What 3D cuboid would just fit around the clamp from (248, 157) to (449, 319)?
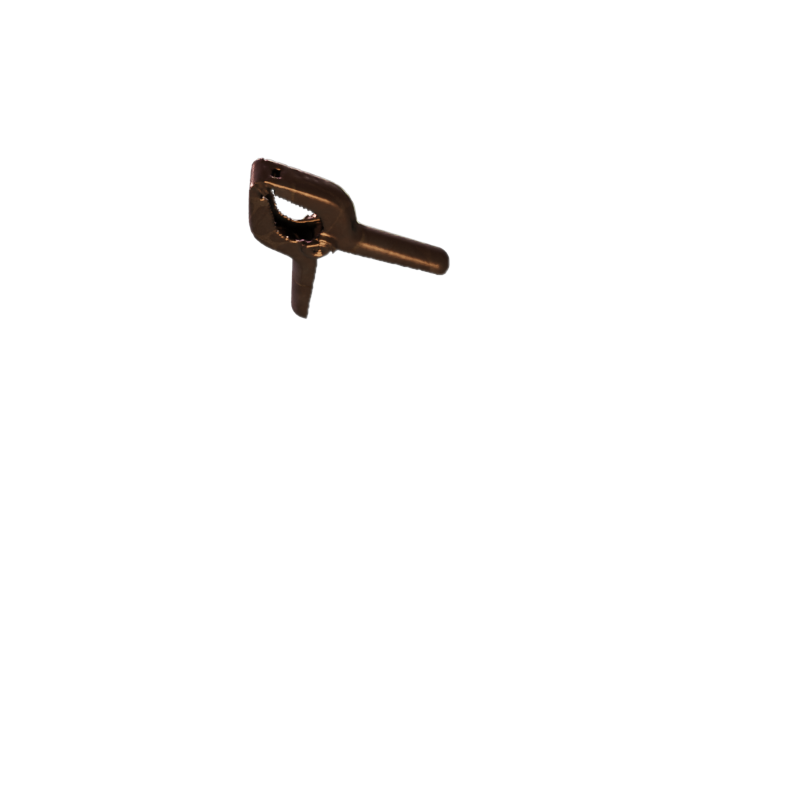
[{"bbox_3d":[-0.077,-0.141,0.989,0.165,0.039,0.195,-22,-38,31],"label":"clamp"}]
